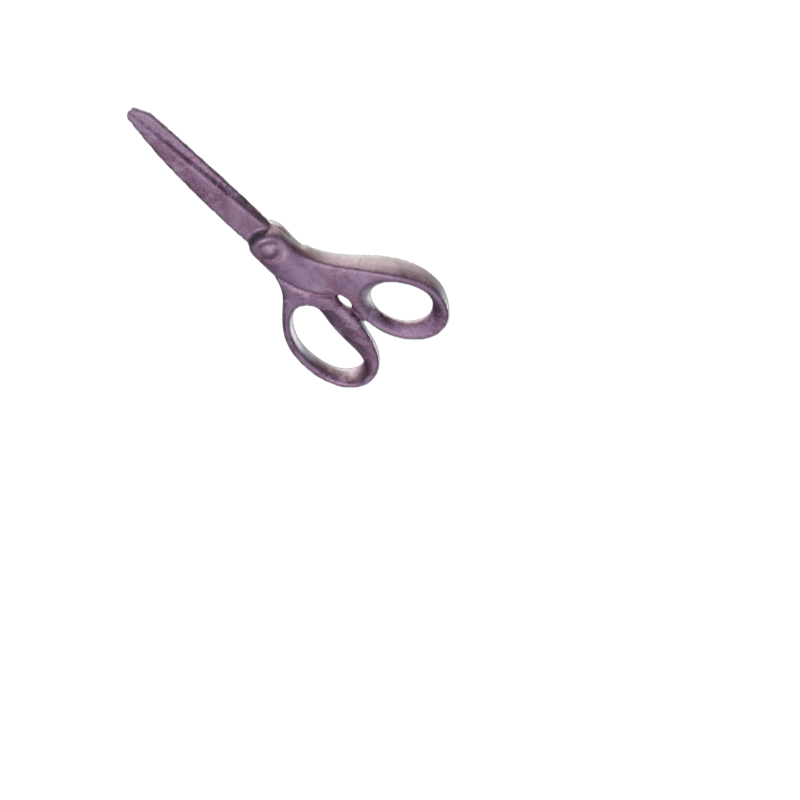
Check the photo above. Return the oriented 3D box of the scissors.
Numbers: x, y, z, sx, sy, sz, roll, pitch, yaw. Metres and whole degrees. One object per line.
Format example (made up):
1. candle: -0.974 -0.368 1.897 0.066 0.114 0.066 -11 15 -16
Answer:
1. scissors: -0.042 -0.076 0.534 0.097 0.017 0.186 -15 -47 15
